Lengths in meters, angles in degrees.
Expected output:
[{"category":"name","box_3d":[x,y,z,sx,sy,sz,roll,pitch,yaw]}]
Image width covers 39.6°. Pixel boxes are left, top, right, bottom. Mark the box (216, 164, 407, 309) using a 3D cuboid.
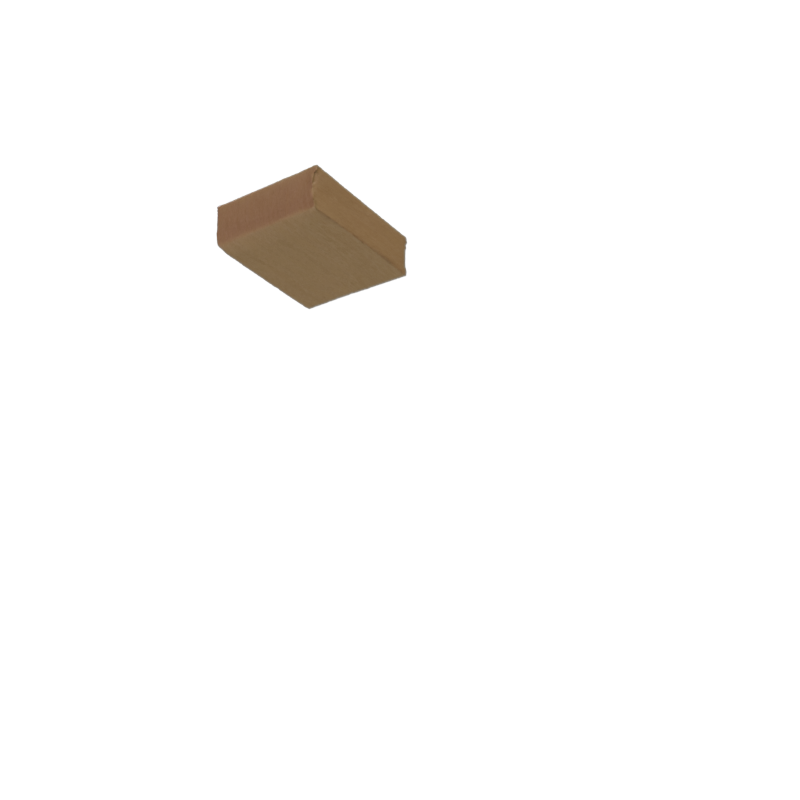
[{"category":"box","box_3d":[-0.062,-0.112,0.786,0.091,0.041,0.106,-18,-31,31]}]
